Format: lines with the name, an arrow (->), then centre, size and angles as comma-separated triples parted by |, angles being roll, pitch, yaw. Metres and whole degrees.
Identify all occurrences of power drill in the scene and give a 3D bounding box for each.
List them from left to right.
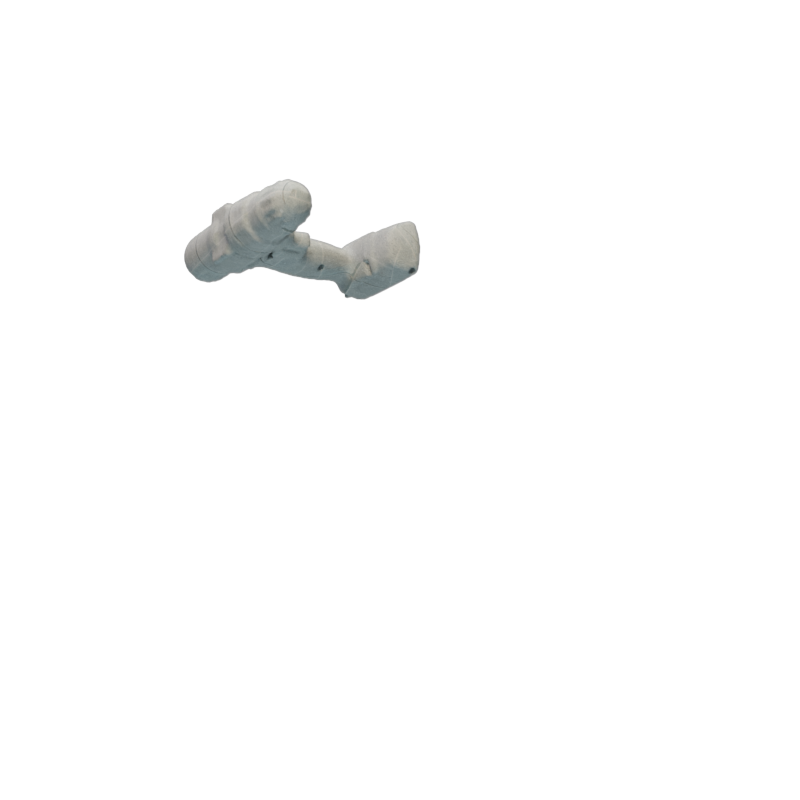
power drill -> -0.078, -0.142, 0.994 | 0.179, 0.060, 0.186 | 8, -15, -33
